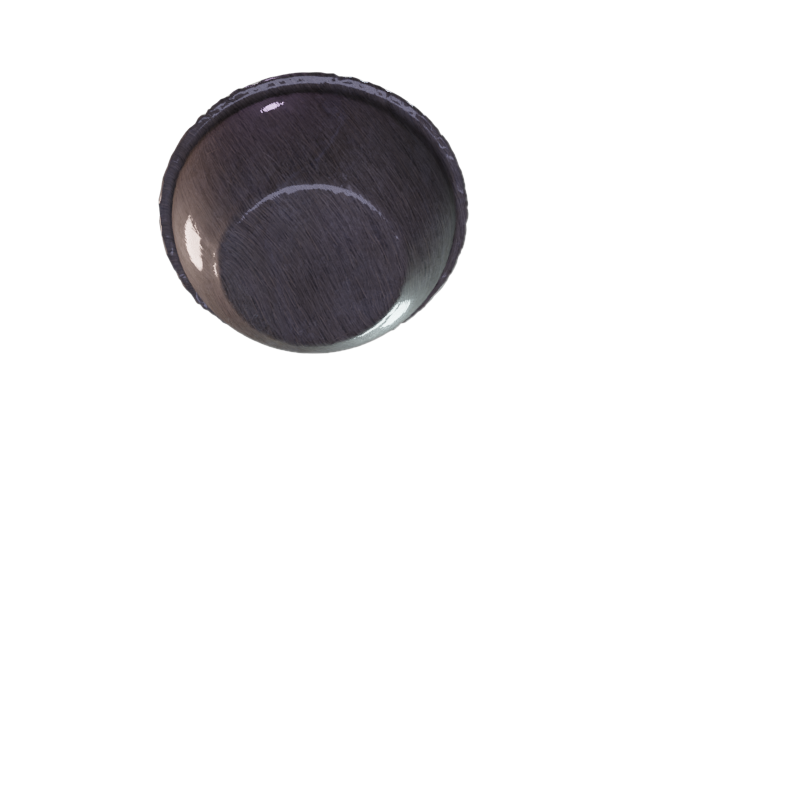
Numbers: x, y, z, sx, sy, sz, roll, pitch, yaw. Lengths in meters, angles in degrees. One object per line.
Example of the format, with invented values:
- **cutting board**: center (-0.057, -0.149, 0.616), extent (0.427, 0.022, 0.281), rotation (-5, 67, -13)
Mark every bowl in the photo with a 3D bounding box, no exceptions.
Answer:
- **bowl**: center (-0.044, -0.080, 0.557), extent (0.162, 0.153, 0.058), rotation (1, 30, -1)
